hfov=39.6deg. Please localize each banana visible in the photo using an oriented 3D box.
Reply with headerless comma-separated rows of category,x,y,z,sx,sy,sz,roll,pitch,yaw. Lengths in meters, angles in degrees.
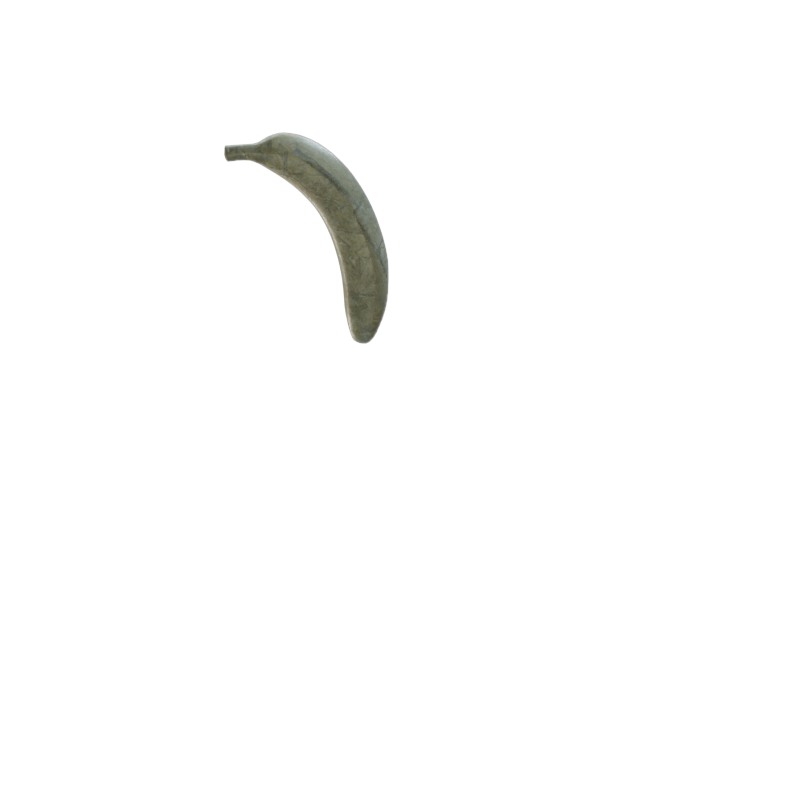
banana,-0.051,-0.130,0.830,0.069,0.186,0.039,-28,25,14
